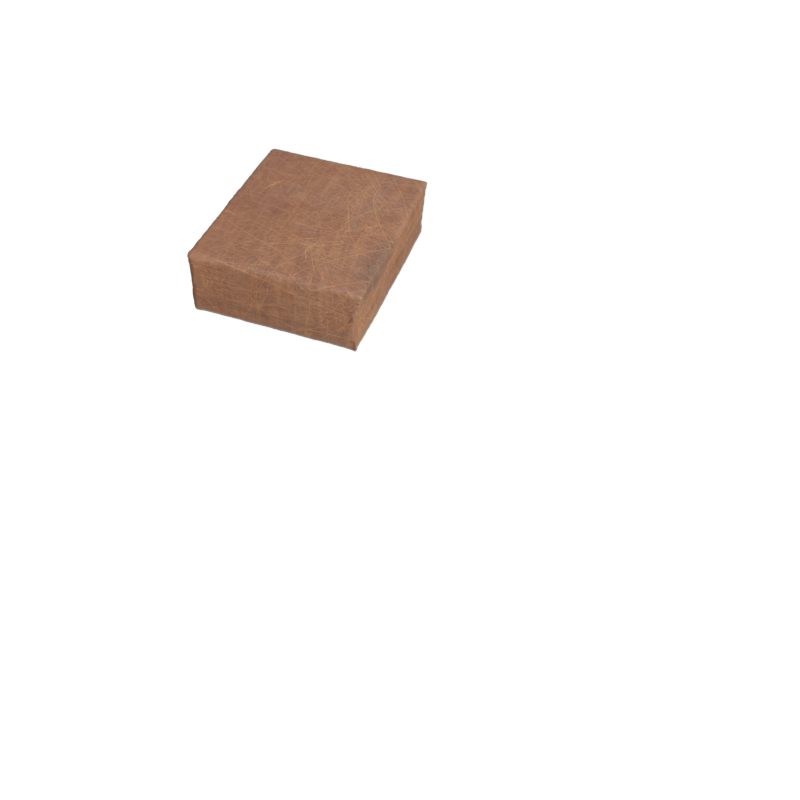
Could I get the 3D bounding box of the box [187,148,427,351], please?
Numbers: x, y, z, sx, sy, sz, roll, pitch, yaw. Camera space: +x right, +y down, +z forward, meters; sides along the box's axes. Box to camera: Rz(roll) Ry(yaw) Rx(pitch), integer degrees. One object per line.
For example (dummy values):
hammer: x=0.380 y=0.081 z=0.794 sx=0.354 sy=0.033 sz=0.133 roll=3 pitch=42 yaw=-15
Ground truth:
box: x=-0.045 y=-0.081 z=0.568 sx=0.092 sy=0.036 sz=0.119 roll=12 pitch=43 yaw=13
